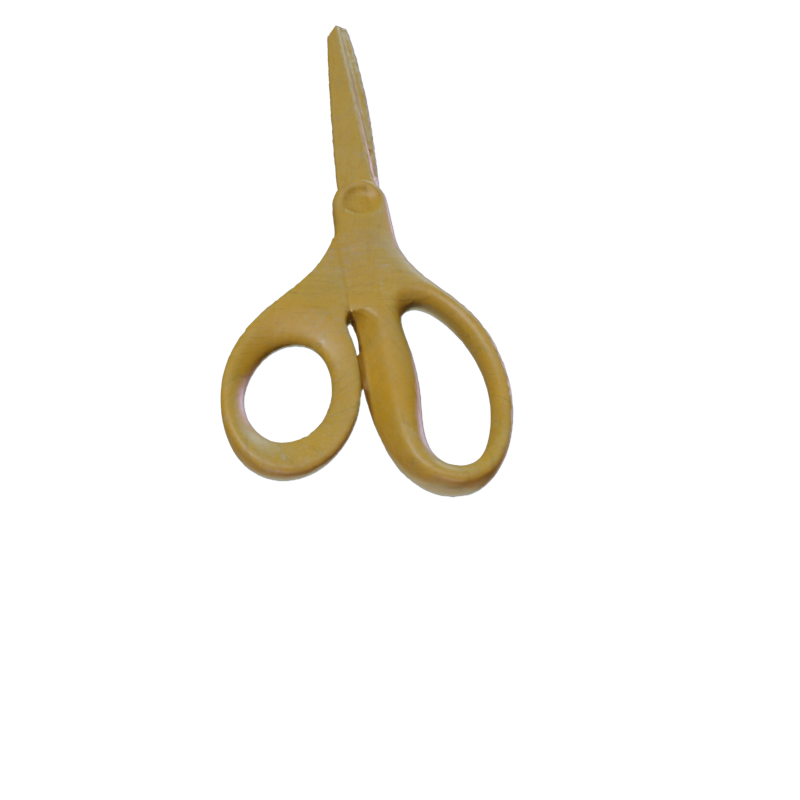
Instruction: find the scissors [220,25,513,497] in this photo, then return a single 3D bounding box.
[{"bbox_3d":[-0.029,-0.054,0.375,0.095,0.218,0.015,-17,-34,-12],"label":"scissors"}]
